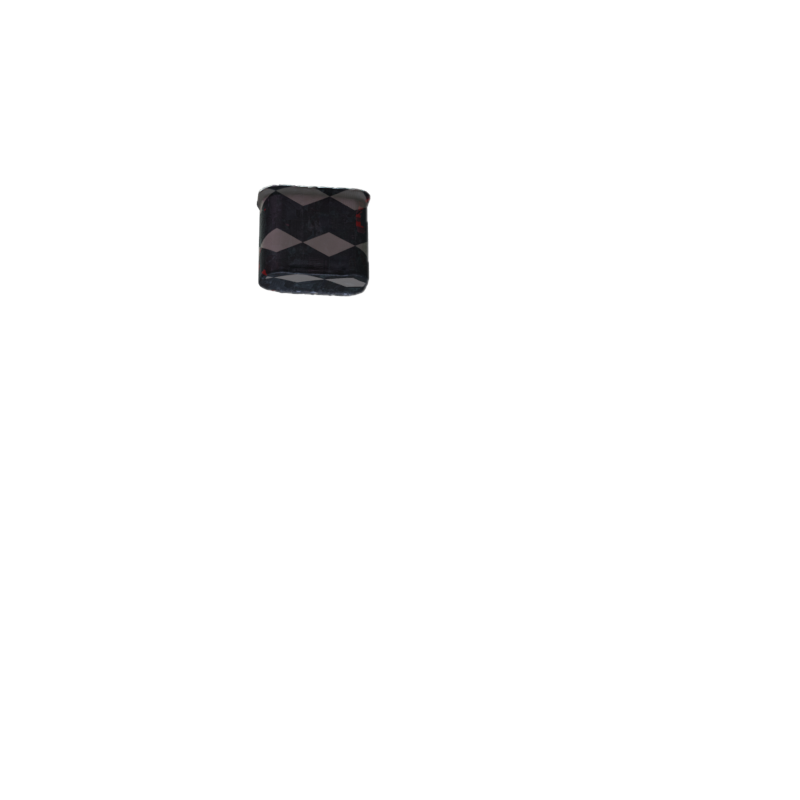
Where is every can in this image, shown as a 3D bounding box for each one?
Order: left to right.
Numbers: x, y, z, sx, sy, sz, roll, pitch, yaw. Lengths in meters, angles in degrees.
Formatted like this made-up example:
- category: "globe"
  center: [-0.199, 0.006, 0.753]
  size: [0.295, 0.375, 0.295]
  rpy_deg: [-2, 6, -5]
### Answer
- category: "can"
  center: [-0.078, -0.141, 0.990]
  size: [0.101, 0.088, 0.055]
  rpy_deg: [2, -21, -8]
